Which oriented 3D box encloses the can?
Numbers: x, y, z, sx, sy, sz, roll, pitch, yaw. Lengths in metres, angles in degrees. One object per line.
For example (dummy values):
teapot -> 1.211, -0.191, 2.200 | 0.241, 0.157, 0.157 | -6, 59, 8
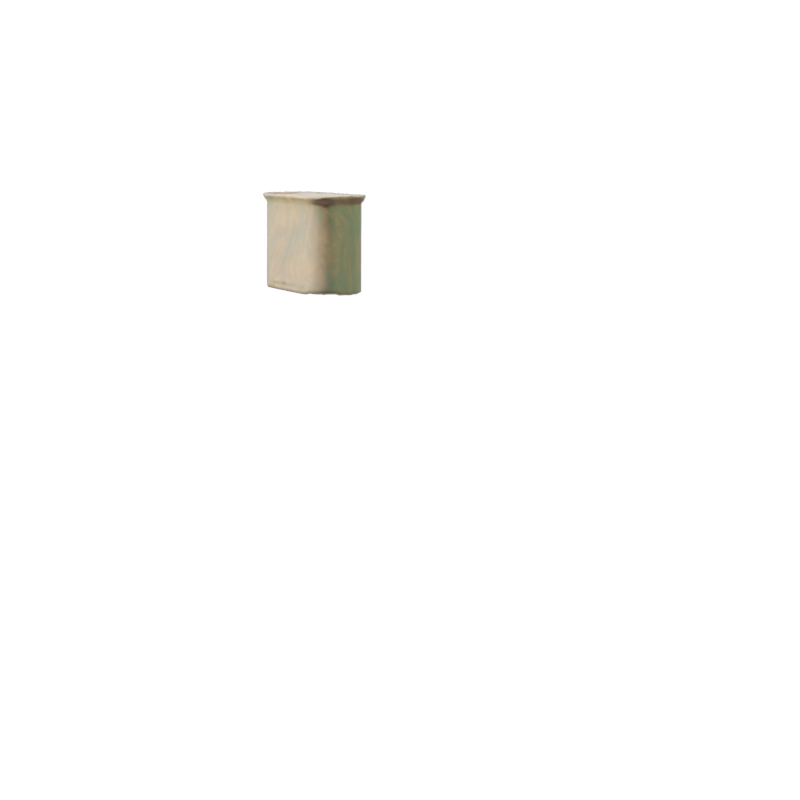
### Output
can -> -0.075, -0.137, 0.960 | 0.056, 0.082, 0.107 | -5, 11, -35
